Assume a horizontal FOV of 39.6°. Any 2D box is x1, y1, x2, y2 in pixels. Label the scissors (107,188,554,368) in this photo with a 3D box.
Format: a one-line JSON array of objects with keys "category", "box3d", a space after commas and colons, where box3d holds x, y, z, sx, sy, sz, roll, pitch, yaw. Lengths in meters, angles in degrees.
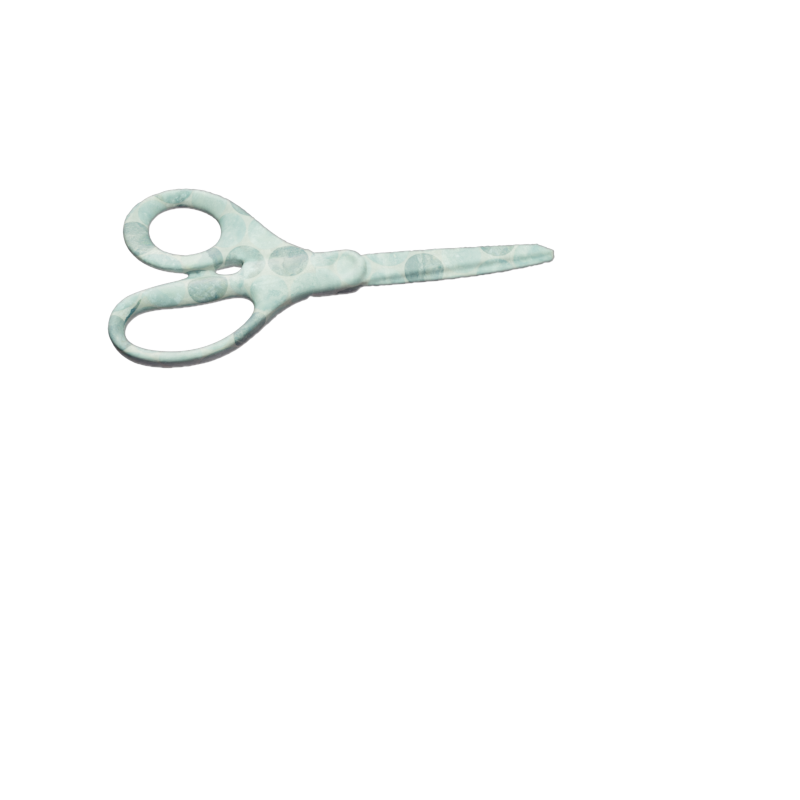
[{"category": "scissors", "box3d": [-0.040, -0.073, 0.512, 0.201, 0.102, 0.015, -20, -25, -10]}]
